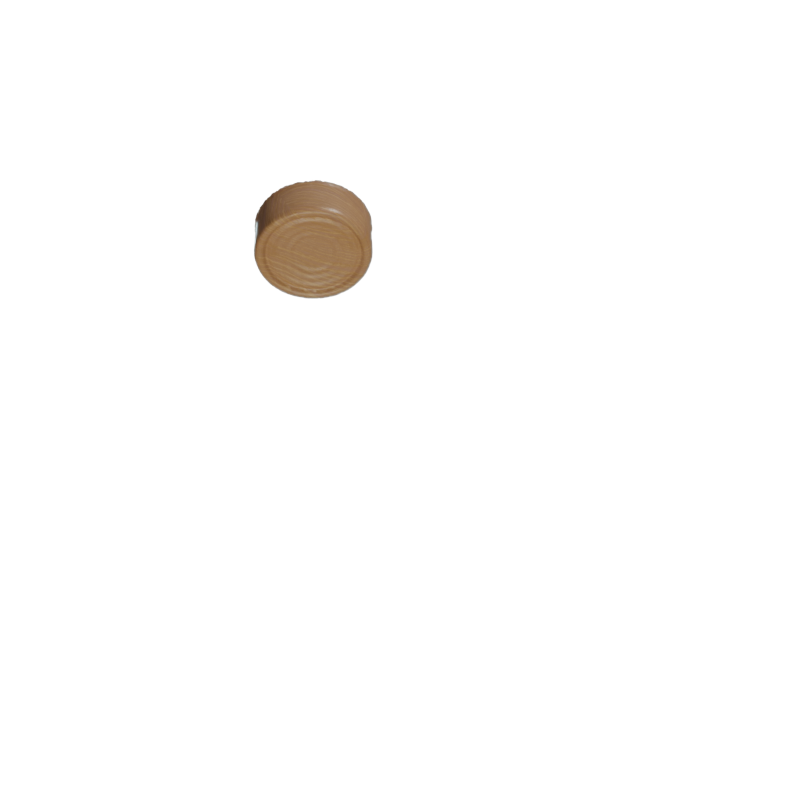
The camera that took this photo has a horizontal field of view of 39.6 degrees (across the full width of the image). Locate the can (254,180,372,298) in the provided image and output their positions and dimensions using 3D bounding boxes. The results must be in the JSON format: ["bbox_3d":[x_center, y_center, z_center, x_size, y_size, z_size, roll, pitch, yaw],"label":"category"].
[{"bbox_3d":[-0.062,-0.114,0.798,0.086,0.080,0.036,1,43,-1],"label":"can"}]
